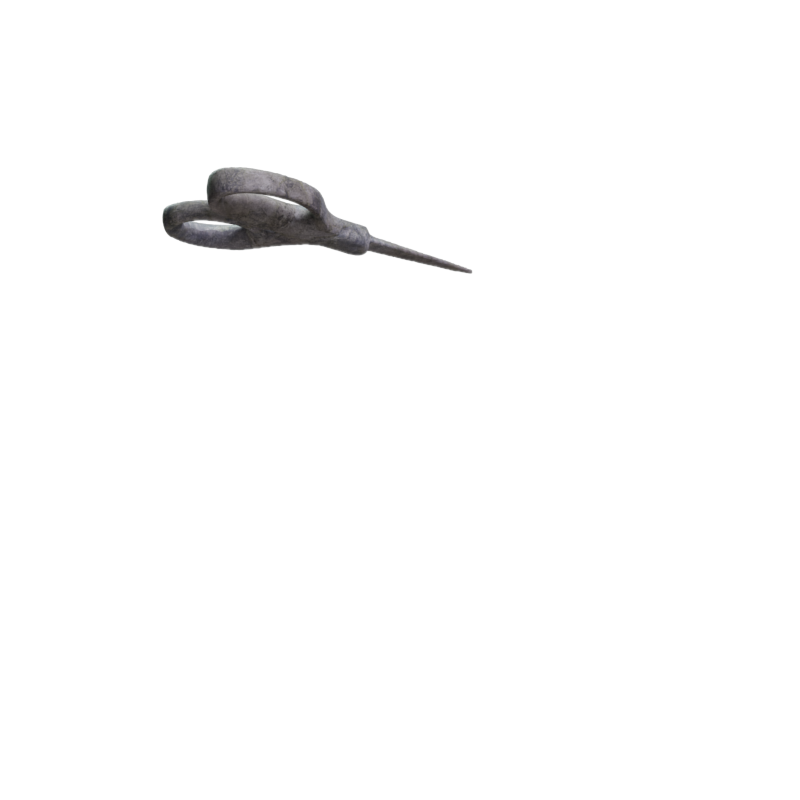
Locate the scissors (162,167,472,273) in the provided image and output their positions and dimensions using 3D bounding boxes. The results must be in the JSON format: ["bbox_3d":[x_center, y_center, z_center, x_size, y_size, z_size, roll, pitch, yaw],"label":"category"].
[{"bbox_3d":[-0.048,-0.087,0.610,0.098,0.016,0.190,-7,-13,31],"label":"scissors"}]
